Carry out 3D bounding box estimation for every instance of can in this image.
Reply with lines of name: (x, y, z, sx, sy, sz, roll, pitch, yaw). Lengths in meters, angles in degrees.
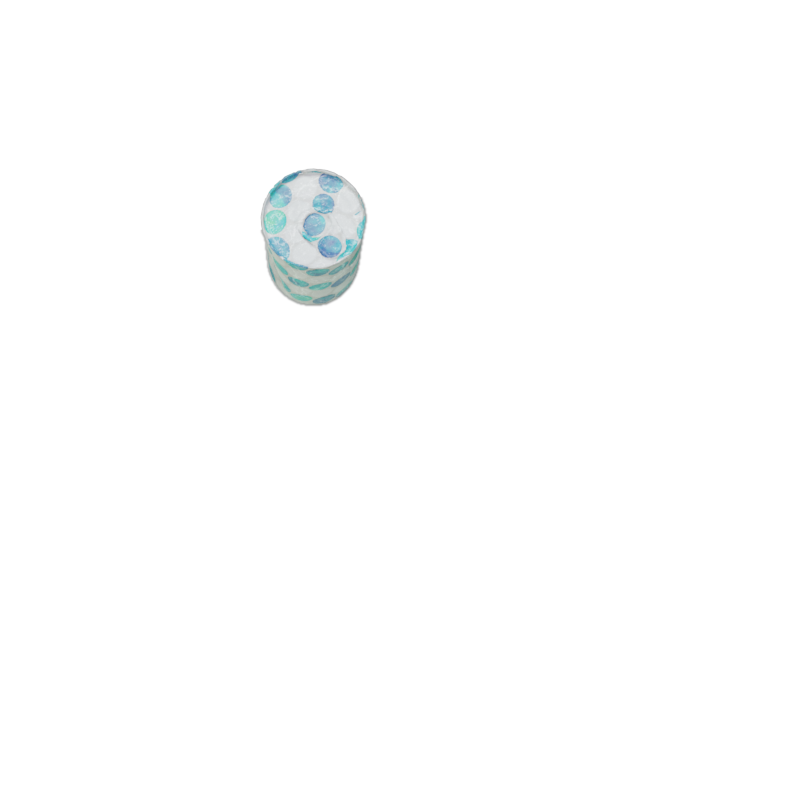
can: (-0.060, -0.109, 0.760, 0.068, 0.071, 0.099, 0, -12, -3)
